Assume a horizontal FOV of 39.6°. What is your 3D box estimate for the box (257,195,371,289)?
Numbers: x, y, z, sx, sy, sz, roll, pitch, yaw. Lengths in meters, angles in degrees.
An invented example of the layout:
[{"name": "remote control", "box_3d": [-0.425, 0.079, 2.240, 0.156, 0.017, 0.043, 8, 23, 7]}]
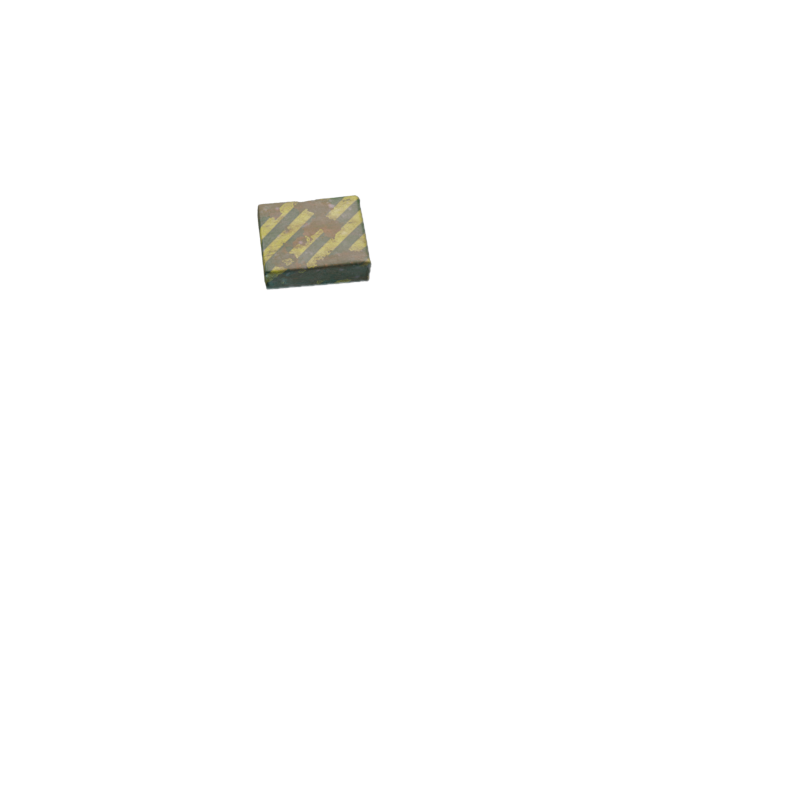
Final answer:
[{"name": "box", "box_3d": [-0.073, -0.133, 0.932, 0.089, 0.079, 0.028, -6, -34, -5]}]
